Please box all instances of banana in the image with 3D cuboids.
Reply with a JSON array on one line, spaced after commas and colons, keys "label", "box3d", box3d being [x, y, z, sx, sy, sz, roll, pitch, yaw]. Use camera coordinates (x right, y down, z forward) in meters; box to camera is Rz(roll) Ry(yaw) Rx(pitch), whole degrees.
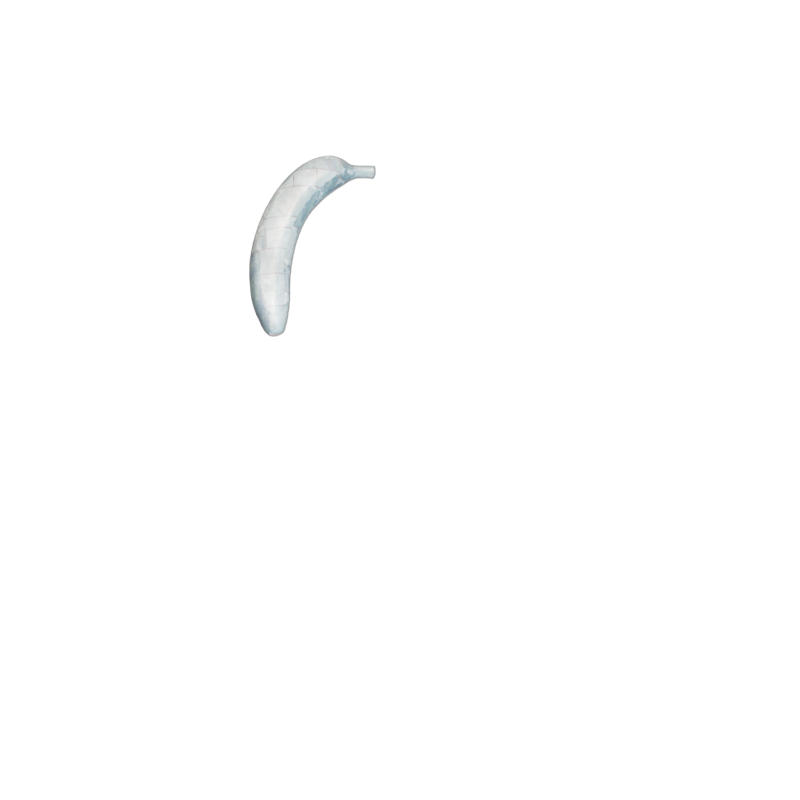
[{"label": "banana", "box3d": [-0.091, -0.149, 0.975, 0.071, 0.205, 0.035, 22, -26, 10]}]
